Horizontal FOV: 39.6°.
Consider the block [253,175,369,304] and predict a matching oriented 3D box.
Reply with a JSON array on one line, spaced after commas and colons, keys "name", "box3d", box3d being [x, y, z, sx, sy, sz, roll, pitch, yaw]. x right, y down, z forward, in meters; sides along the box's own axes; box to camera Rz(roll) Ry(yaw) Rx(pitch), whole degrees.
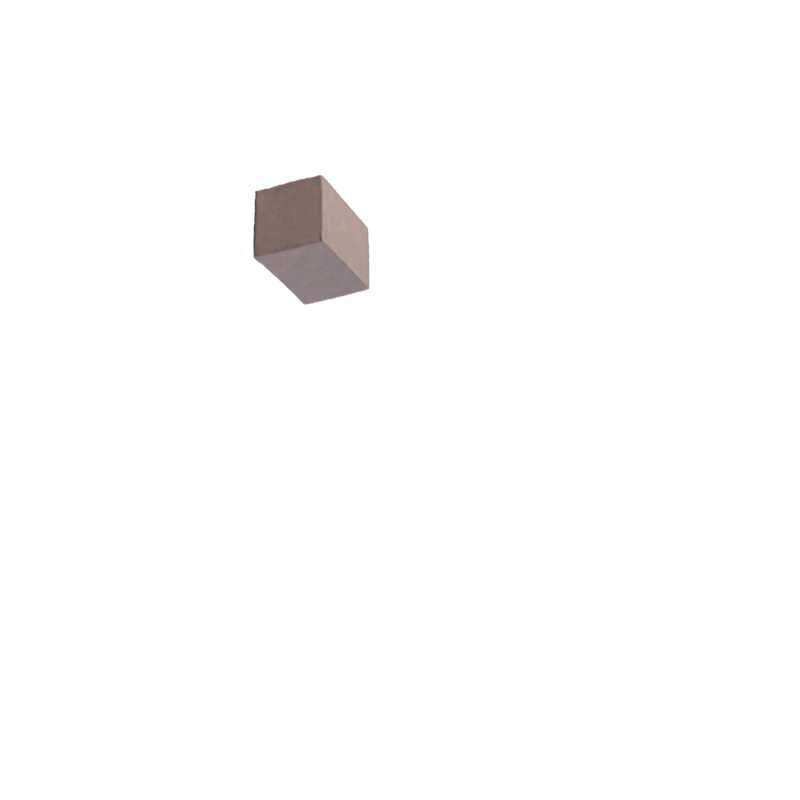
[{"name": "block", "box3d": [-0.059, -0.107, 0.752, 0.053, 0.054, 0.072, -11, -27, 20]}]
